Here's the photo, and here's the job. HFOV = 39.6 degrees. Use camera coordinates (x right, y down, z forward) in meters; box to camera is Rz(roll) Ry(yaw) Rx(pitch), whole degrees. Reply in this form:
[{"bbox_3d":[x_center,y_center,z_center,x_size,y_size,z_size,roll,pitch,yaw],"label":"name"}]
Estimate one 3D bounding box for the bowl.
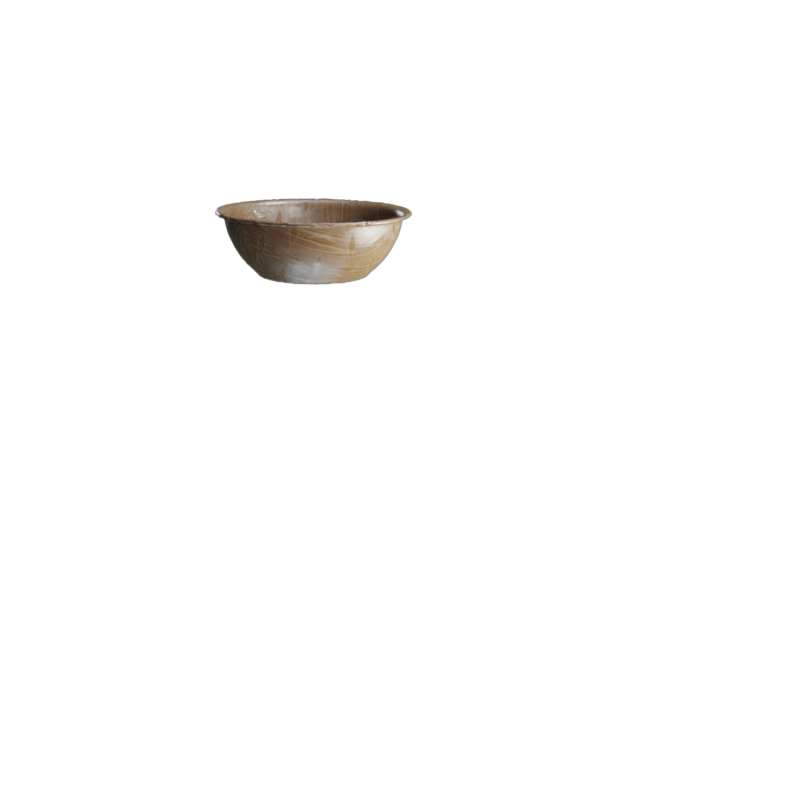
[{"bbox_3d":[-0.071,-0.130,0.911,0.162,0.053,0.167,-1,16,-2],"label":"bowl"}]
